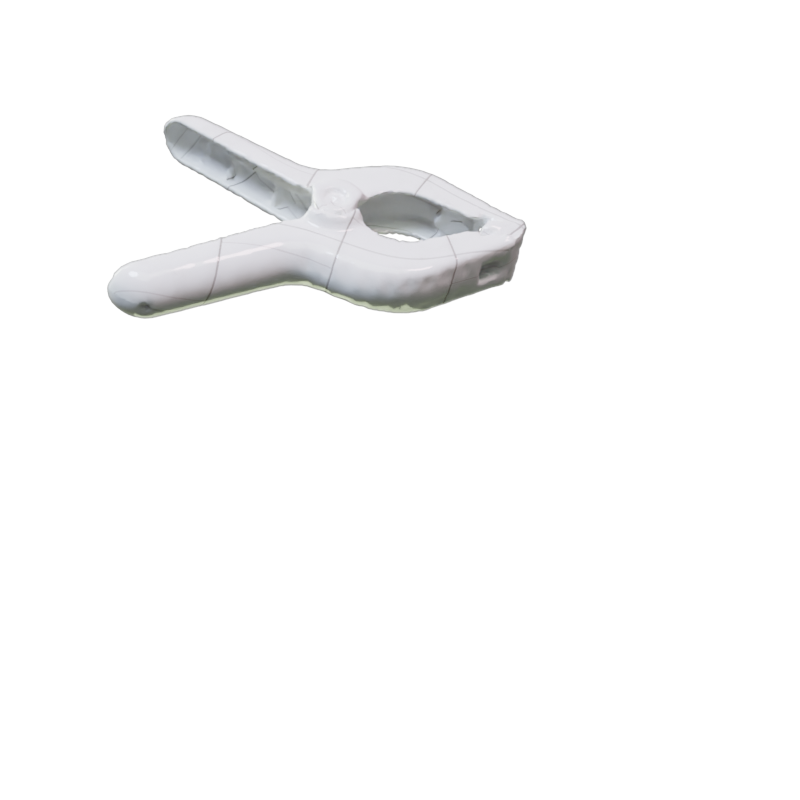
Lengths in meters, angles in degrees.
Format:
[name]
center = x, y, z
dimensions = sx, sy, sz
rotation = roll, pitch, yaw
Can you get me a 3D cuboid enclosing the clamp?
[clamp]
center = -0.037, -0.067, 0.468
dimensions = 0.174, 0.127, 0.036
rotation = 11, -38, 9
